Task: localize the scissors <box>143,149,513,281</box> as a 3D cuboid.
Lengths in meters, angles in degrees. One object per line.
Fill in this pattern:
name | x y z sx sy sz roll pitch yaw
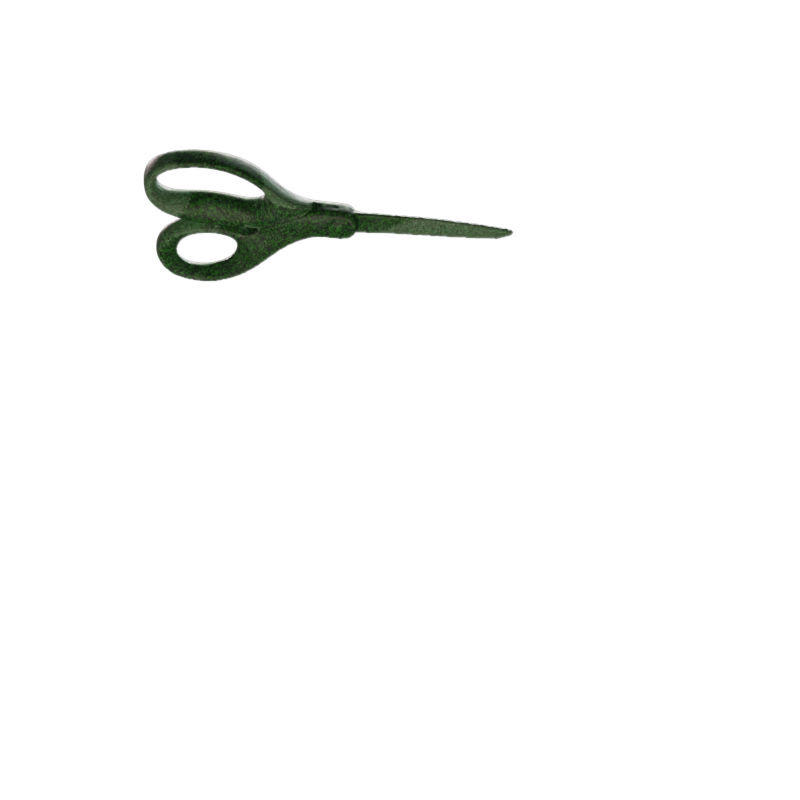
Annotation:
scissors | -0.048 -0.088 0.618 0.196 0.017 0.092 15 -44 -16
